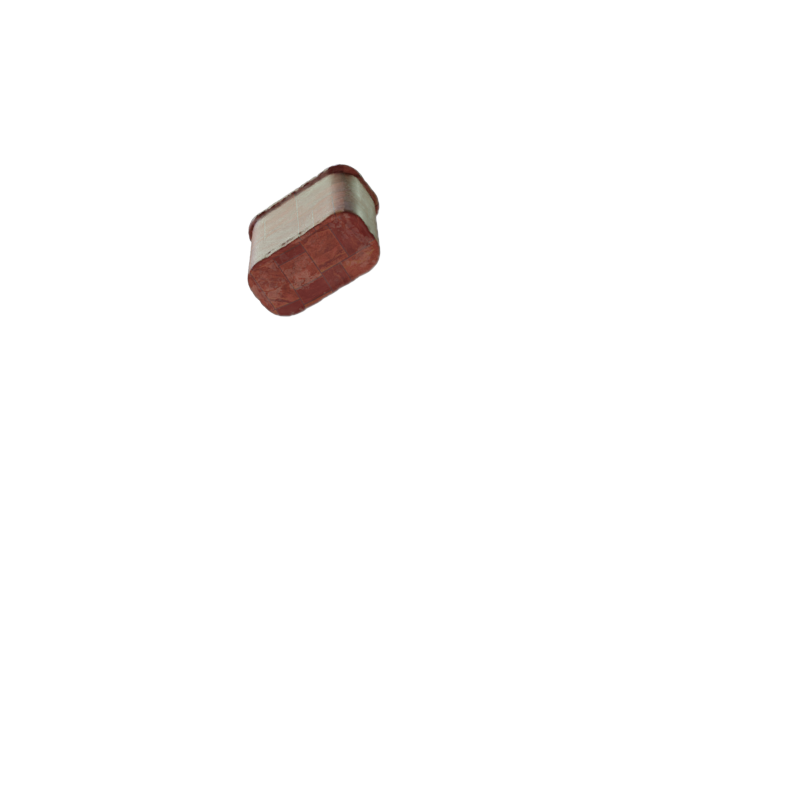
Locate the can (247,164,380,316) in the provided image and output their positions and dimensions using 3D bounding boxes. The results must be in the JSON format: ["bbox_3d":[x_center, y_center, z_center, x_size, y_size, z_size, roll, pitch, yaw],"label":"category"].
[{"bbox_3d":[-0.064,-0.117,0.816,0.102,0.054,0.089,-31,27,14],"label":"can"}]
